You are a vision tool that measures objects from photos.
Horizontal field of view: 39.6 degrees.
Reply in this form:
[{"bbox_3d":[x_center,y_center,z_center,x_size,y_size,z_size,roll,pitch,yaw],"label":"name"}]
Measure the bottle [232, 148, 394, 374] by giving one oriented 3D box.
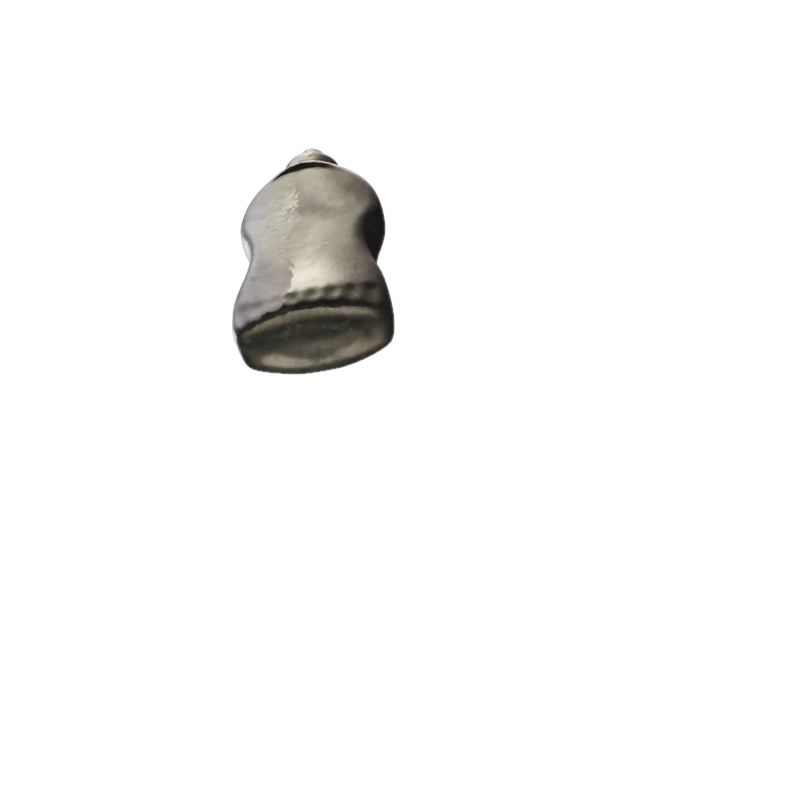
[{"bbox_3d":[-0.057,-0.105,0.730,0.097,0.054,0.206,-12,43,8],"label":"bottle"}]
